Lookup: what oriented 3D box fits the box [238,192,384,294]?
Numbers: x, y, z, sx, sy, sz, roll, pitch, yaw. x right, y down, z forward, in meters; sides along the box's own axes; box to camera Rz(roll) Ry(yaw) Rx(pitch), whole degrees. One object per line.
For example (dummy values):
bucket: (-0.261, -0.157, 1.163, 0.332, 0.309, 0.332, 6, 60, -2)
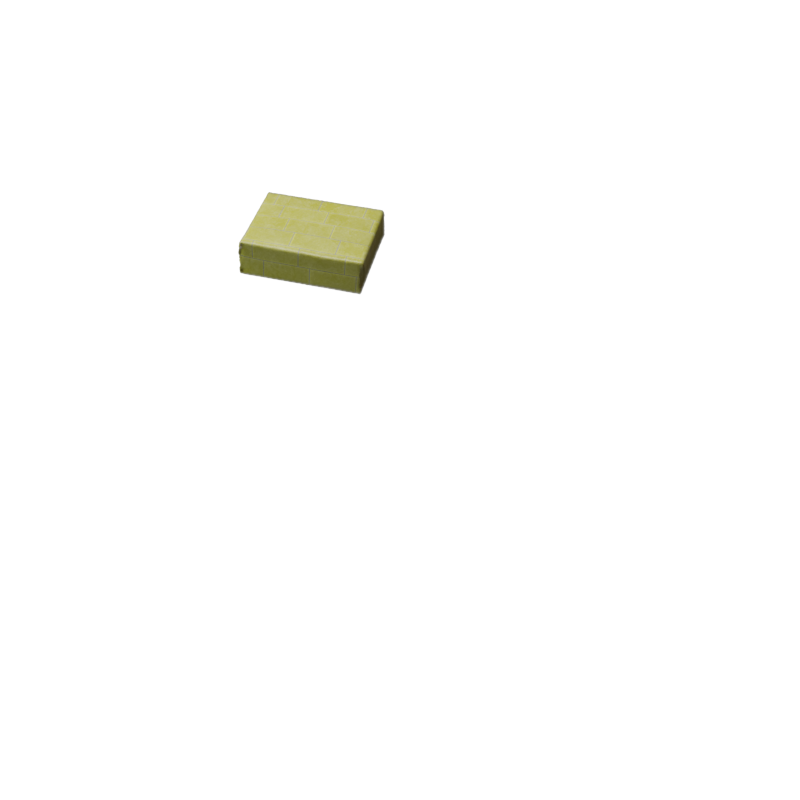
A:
box: (-0.077, -0.141, 0.985, 0.116, 0.036, 0.094, 8, 38, 10)
